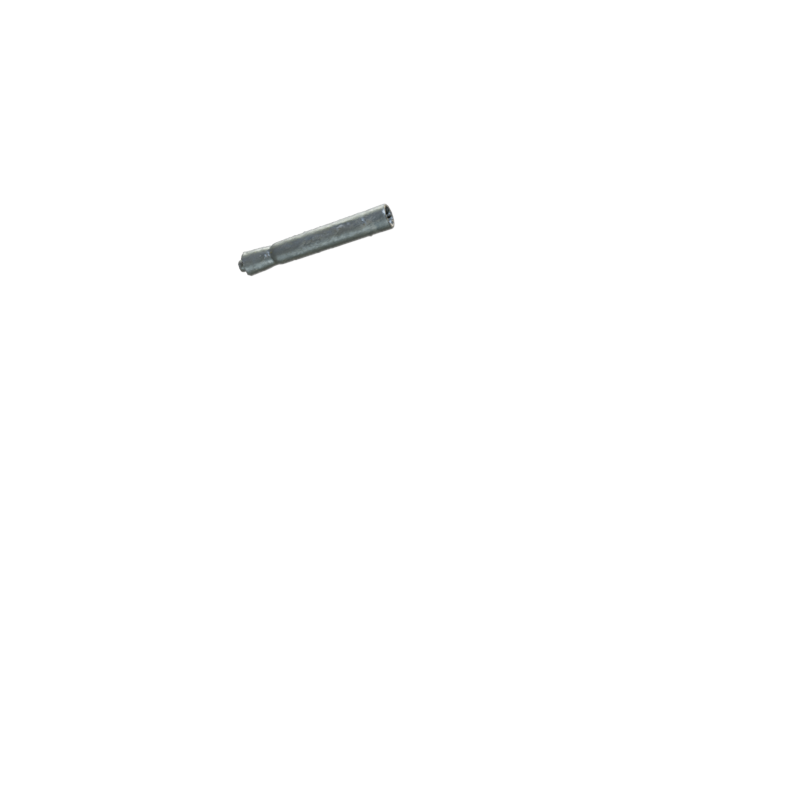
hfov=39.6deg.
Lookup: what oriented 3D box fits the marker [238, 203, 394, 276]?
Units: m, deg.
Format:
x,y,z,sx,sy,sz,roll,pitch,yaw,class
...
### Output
x,y,z,sx,sy,sz,roll,pitch,yaw,class
-0.063,-0.114,0.801,0.122,0.020,0.019,-16,-1,20,marker
